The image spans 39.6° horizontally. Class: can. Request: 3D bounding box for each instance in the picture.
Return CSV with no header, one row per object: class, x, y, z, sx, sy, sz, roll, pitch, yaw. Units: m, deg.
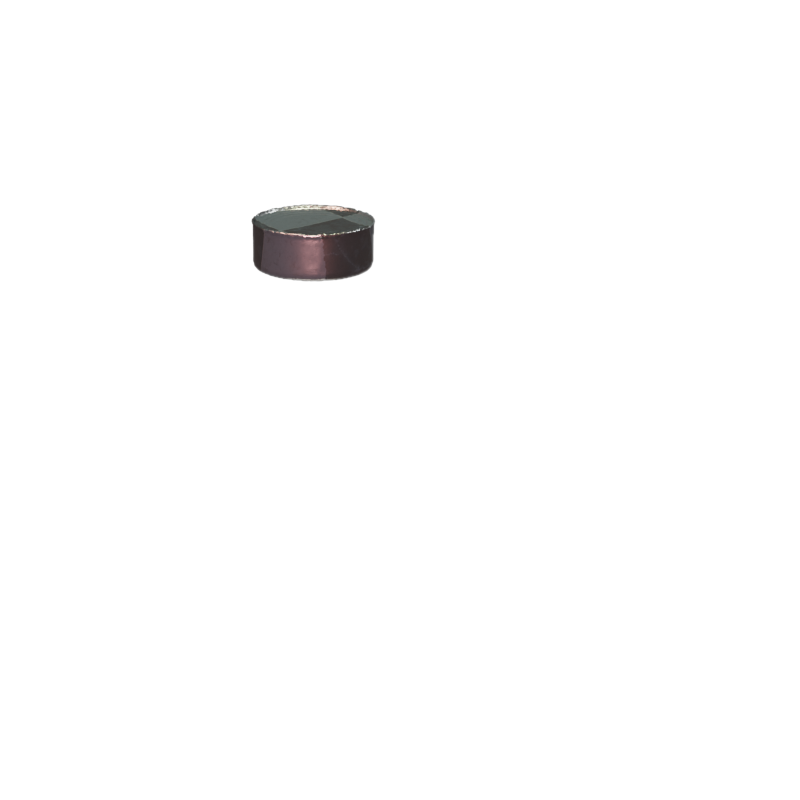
can,-0.061,-0.110,0.774,0.086,0.032,0.090,-1,22,-2
